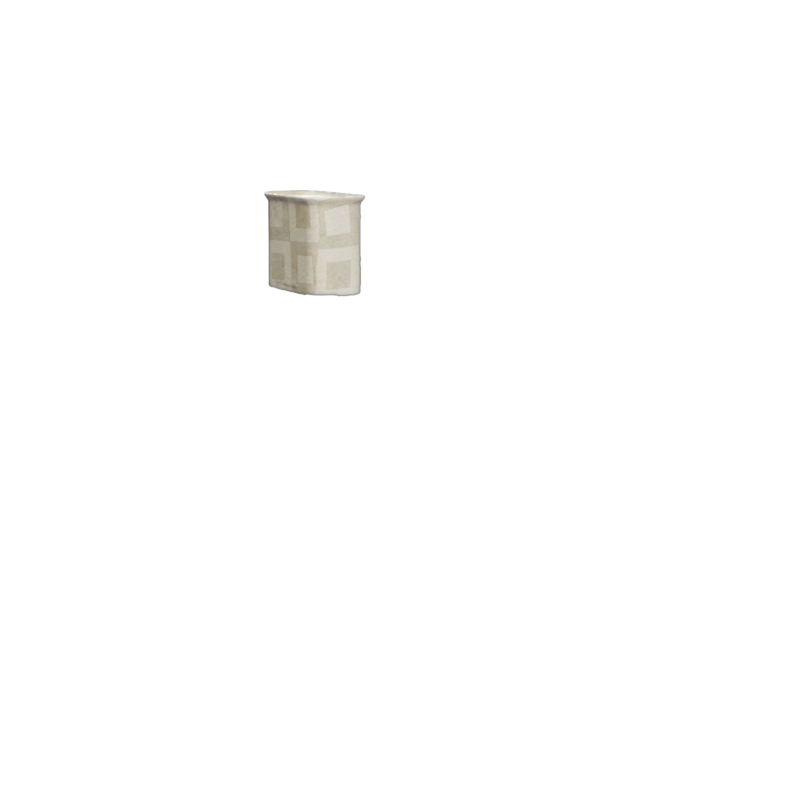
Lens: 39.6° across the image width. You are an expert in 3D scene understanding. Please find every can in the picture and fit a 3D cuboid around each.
[{"bbox_3d":[-0.075,-0.136,0.954,0.056,0.082,0.107,-5,12,-32],"label":"can"}]
